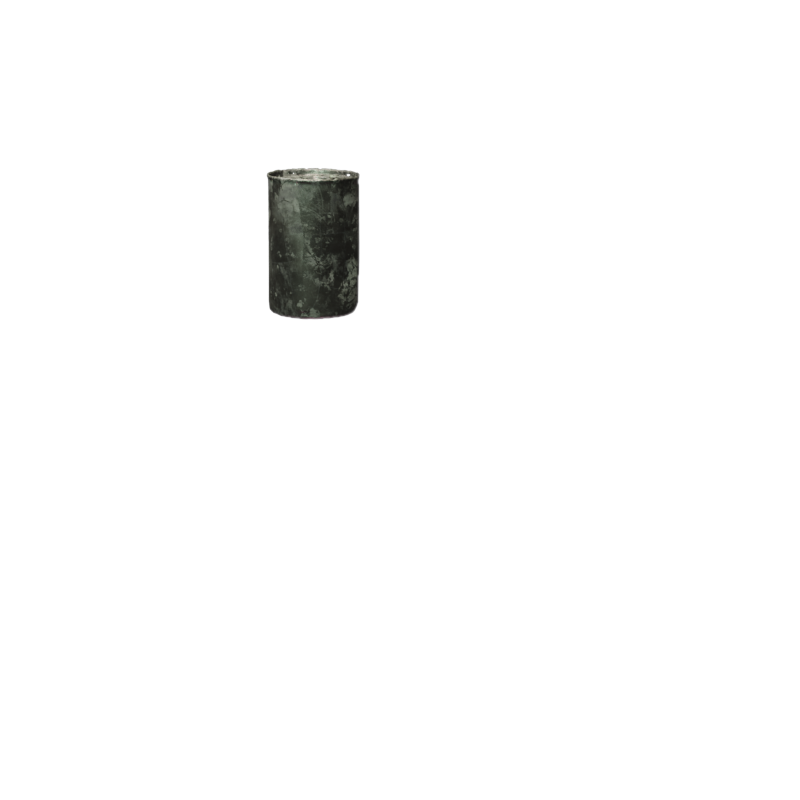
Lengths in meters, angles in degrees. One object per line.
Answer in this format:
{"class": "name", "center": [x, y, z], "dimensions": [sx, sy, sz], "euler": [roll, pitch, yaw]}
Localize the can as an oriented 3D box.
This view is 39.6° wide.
{"class": "can", "center": [-0.064, -0.117, 0.818], "dimensions": [0.068, 0.099, 0.071], "euler": [0, 13, -2]}
